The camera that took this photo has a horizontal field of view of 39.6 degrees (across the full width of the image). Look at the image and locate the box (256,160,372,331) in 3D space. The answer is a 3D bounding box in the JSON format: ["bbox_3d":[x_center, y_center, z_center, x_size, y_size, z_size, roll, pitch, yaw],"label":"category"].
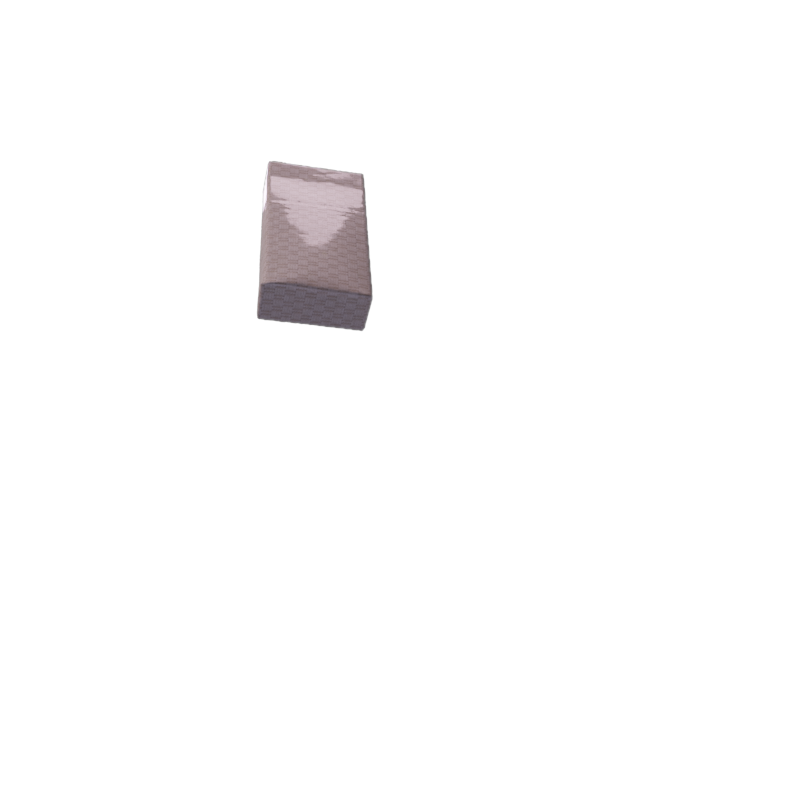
[{"bbox_3d":[-0.076,-0.138,0.972,0.092,0.045,0.189,6,40,-9],"label":"box"}]
